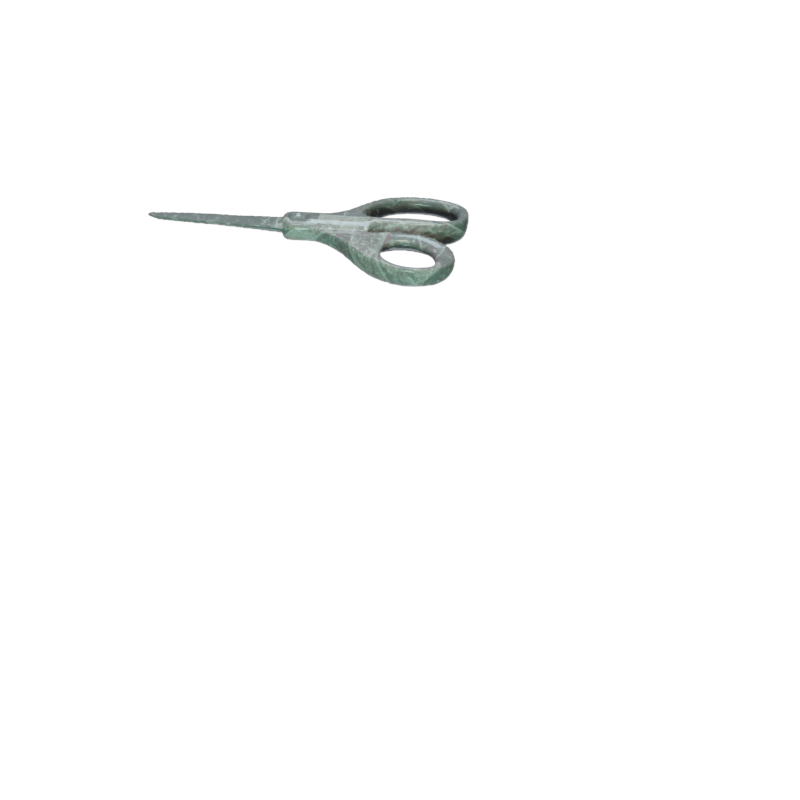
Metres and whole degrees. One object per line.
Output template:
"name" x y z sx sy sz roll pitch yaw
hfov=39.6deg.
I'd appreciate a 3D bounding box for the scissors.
"scissors" -0.054 -0.098 0.684 0.200 0.015 0.103 -5 38 -7
